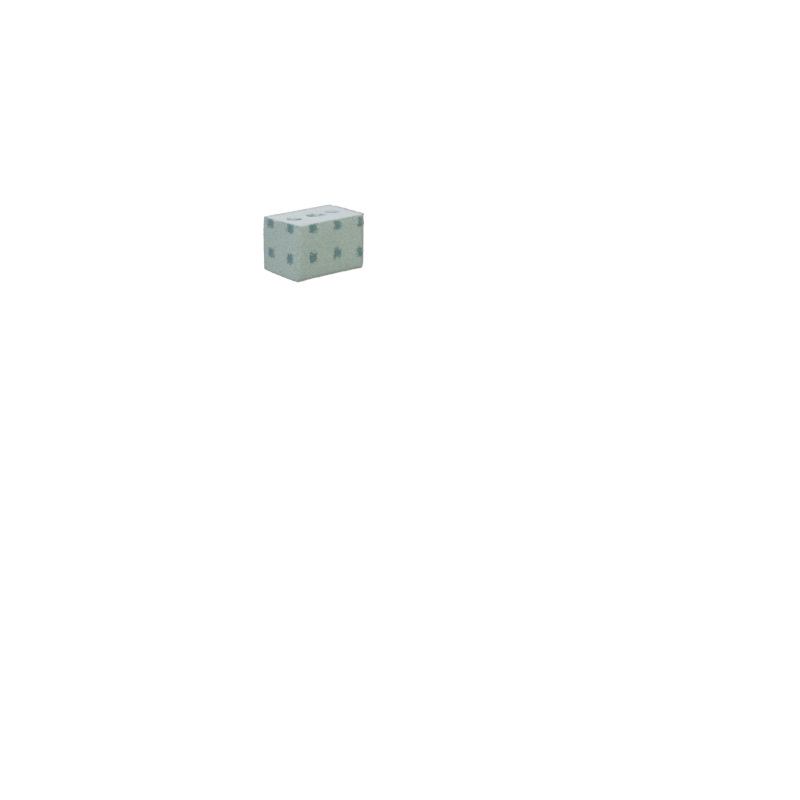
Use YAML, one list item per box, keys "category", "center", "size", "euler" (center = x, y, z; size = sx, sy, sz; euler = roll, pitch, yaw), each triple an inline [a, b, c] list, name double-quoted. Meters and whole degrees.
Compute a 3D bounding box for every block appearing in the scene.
- category: "block"
  center: [-0.078, -0.142, 0.998]
  size: [0.076, 0.049, 0.056]
  euler: [-17, 26, -39]
